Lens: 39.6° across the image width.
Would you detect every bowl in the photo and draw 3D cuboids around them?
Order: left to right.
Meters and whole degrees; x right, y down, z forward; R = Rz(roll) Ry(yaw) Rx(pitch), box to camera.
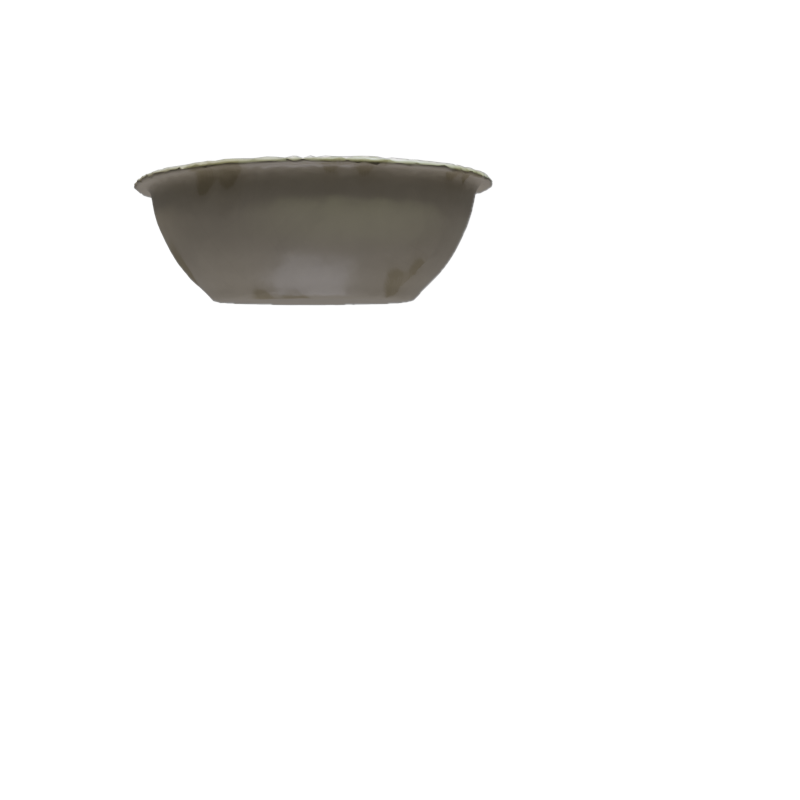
[{"bbox_3d":[-0.039,-0.072,0.503,0.162,0.055,0.162,0,2,-2],"label":"bowl"}]
